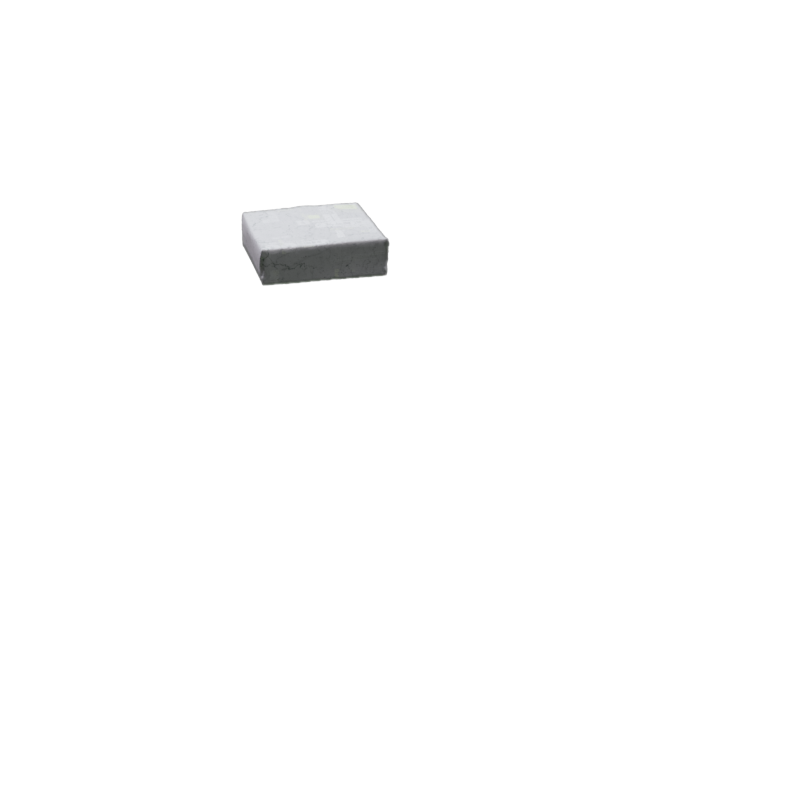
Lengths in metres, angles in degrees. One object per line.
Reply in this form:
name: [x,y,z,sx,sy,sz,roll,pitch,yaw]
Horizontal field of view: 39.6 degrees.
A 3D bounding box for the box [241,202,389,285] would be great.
box: [-0.060,-0.109,0.766,0.088,0.029,0.078,-7,29,-14]
